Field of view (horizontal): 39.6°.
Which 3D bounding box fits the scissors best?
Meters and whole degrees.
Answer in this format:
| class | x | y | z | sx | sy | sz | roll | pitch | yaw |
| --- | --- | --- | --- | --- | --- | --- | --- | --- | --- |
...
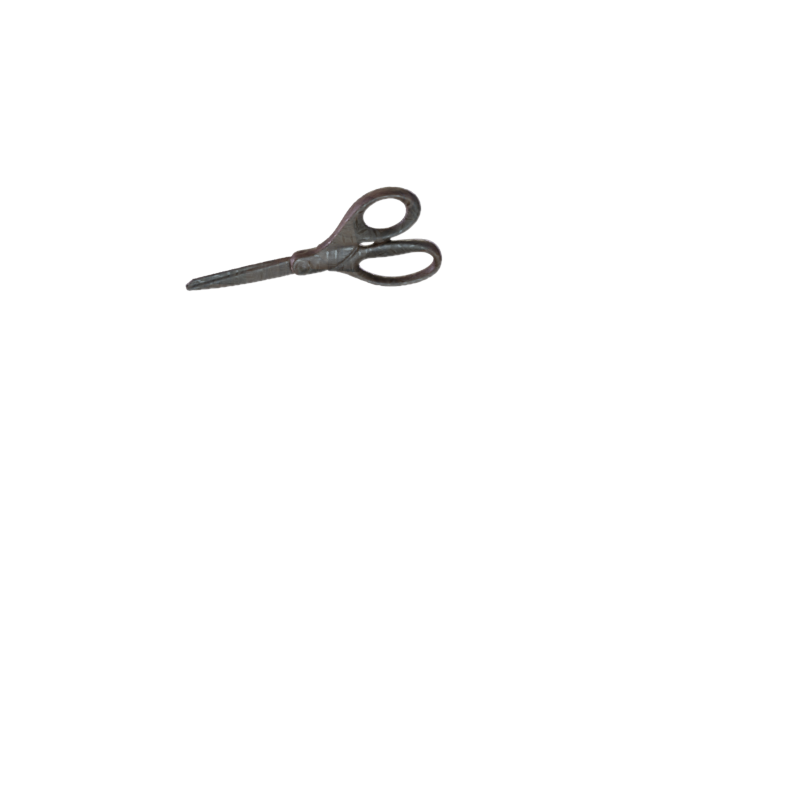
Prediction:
| class | x | y | z | sx | sy | sz | roll | pitch | yaw |
| --- | --- | --- | --- | --- | --- | --- | --- | --- | --- |
| scissors | -0.067 | -0.123 | 0.859 | 0.201 | 0.090 | 0.017 | 1 | 35 | -1 |
